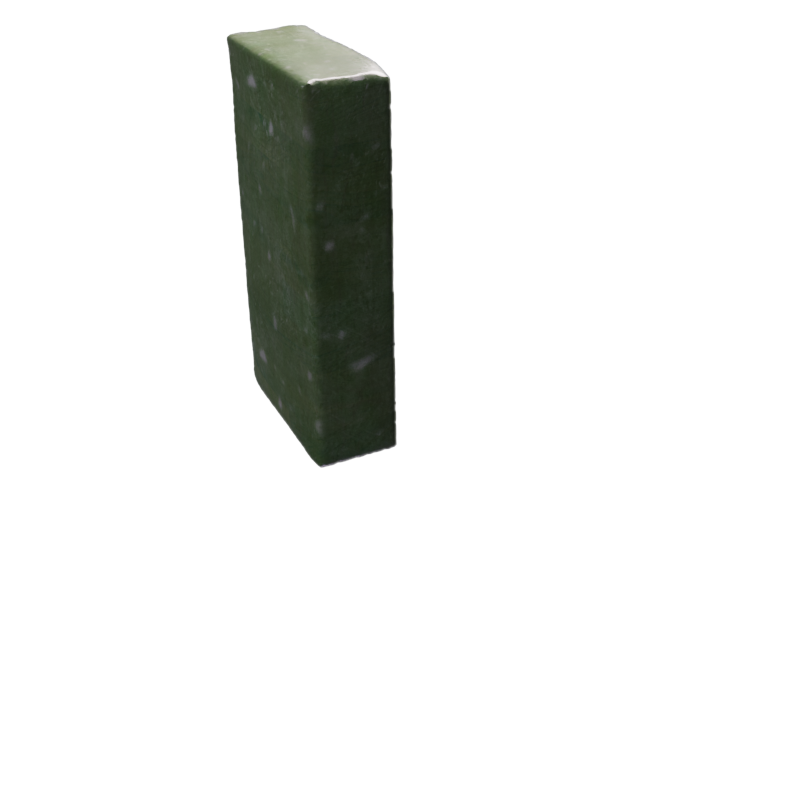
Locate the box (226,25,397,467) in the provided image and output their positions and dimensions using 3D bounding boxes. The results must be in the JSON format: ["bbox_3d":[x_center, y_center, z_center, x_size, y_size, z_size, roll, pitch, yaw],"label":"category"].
[{"bbox_3d":[-0.038,-0.071,0.496,0.047,0.167,0.100,-10,29,-23],"label":"box"}]
